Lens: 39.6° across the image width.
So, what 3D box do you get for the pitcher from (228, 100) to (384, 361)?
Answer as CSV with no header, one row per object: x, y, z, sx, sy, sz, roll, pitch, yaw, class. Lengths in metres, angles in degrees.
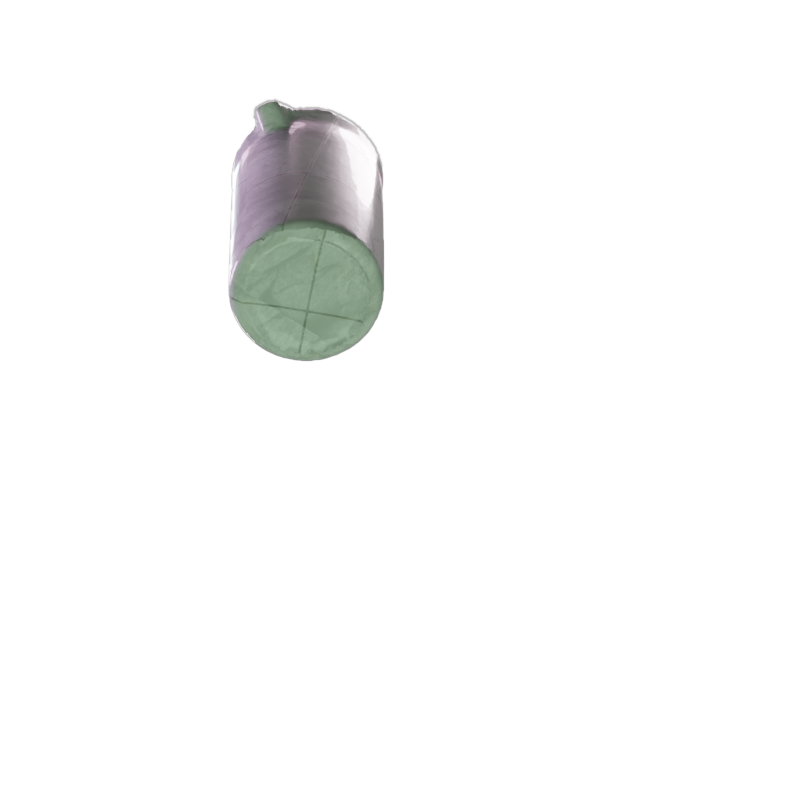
-0.068,-0.124,0.871,0.146,0.140,0.257,18,26,-13,pitcher
